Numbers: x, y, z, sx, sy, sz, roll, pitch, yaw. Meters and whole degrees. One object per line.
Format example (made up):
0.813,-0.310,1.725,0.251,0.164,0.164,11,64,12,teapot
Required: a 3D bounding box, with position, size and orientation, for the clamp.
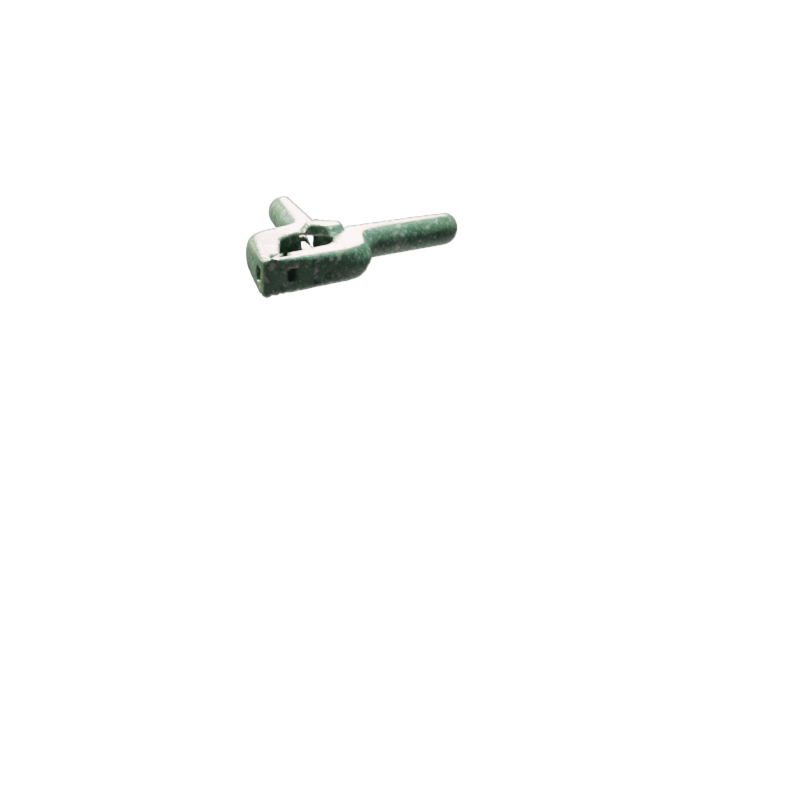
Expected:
-0.068,-0.123,0.863,0.171,0.035,0.211,10,24,24,clamp
